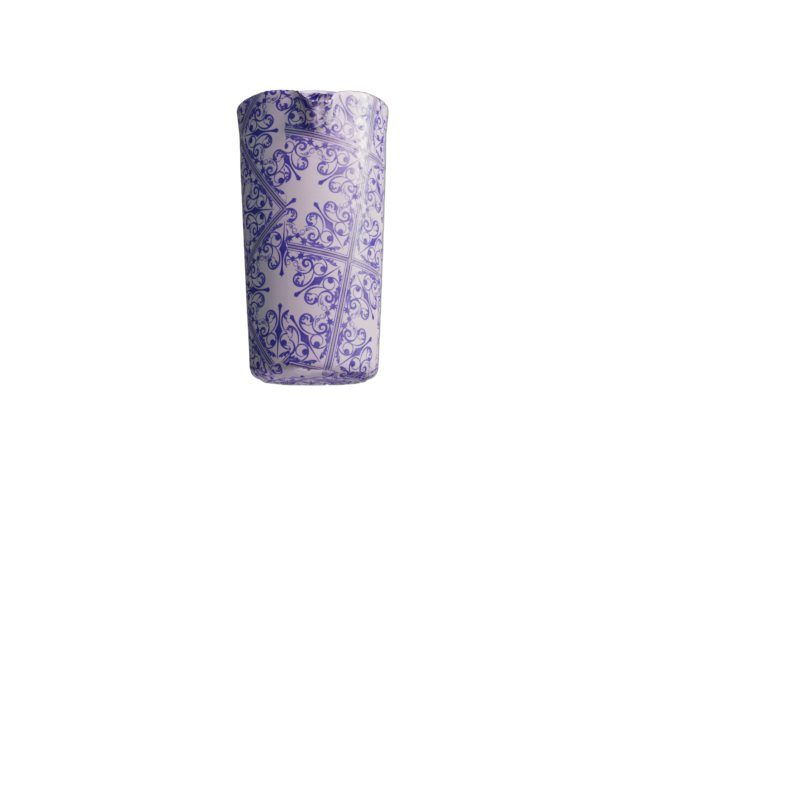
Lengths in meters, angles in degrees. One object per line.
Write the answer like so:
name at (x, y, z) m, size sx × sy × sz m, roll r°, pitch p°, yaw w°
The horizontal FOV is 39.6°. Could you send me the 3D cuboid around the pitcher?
pitcher at (-0.075, -0.137, 0.958) m, size 0.149 × 0.250 × 0.141 m, roll -8°, pitch -12°, yaw 37°
